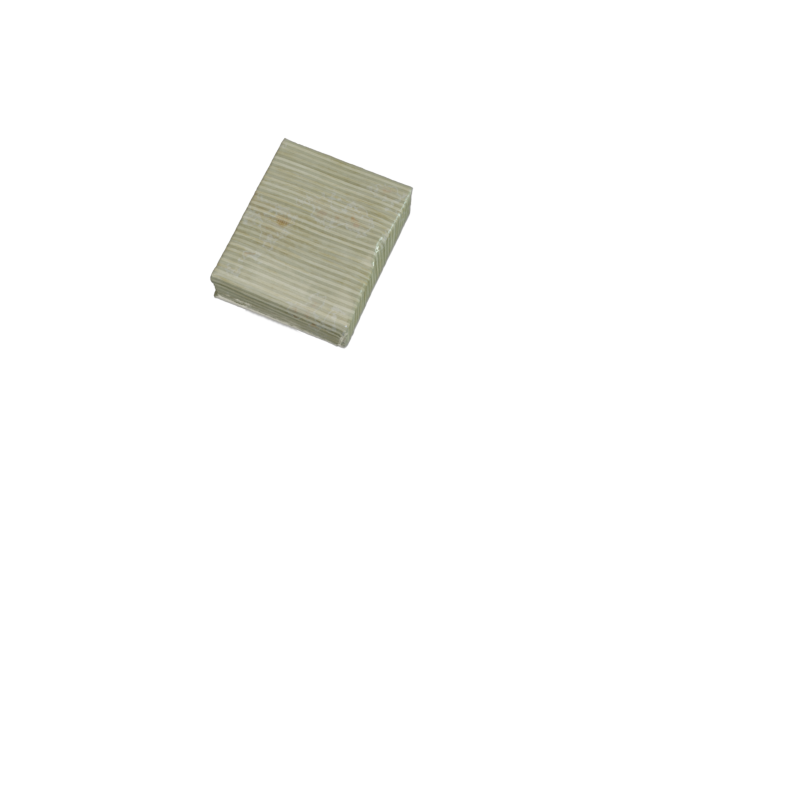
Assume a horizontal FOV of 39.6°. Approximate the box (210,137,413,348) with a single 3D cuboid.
[{"bbox_3d":[-0.044,-0.079,0.556,0.075,0.092,0.028,21,-24,9],"label":"box"}]
